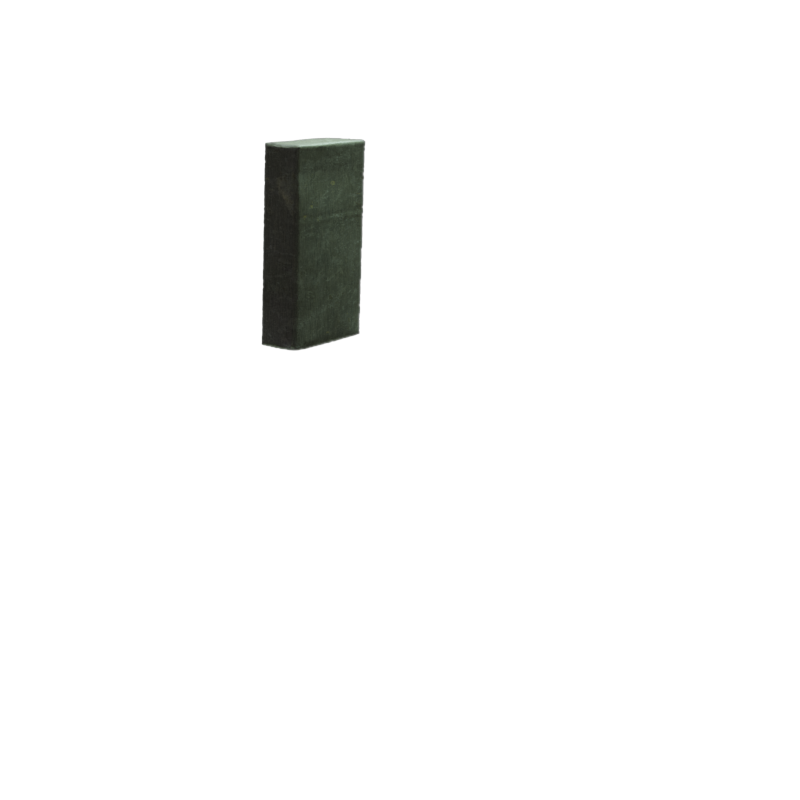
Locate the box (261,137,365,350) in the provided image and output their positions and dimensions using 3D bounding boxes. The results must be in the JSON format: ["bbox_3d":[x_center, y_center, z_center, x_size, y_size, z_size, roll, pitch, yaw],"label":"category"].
[{"bbox_3d":[-0.075,-0.137,0.960,0.050,0.172,0.091,7,12,36],"label":"box"}]
